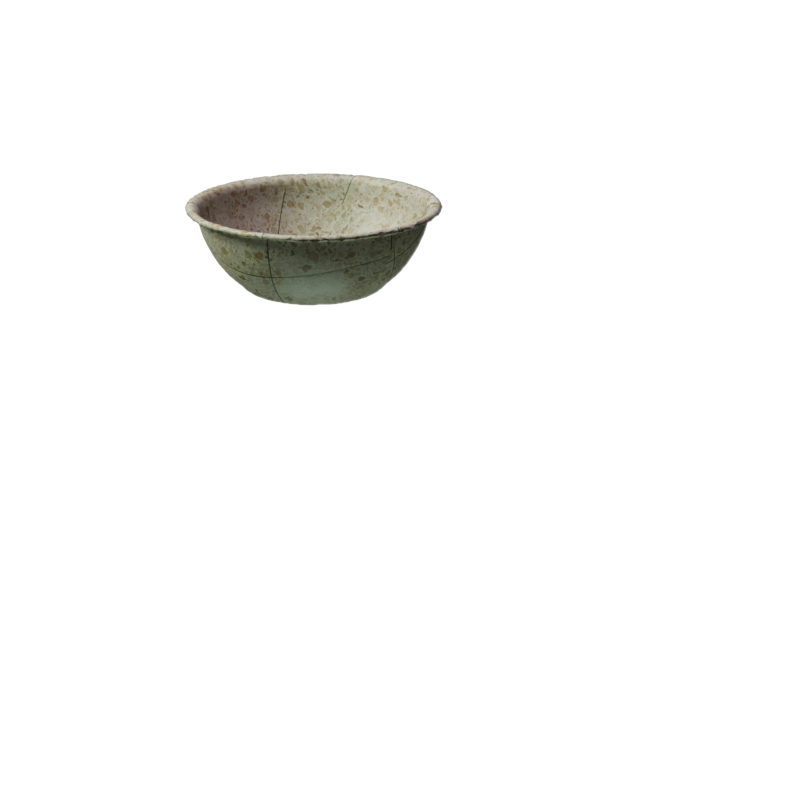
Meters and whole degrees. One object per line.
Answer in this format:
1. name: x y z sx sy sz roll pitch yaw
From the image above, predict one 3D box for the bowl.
1. bowl: -0.055 -0.101 0.707 0.162 0.053 0.170 -1 23 -2
